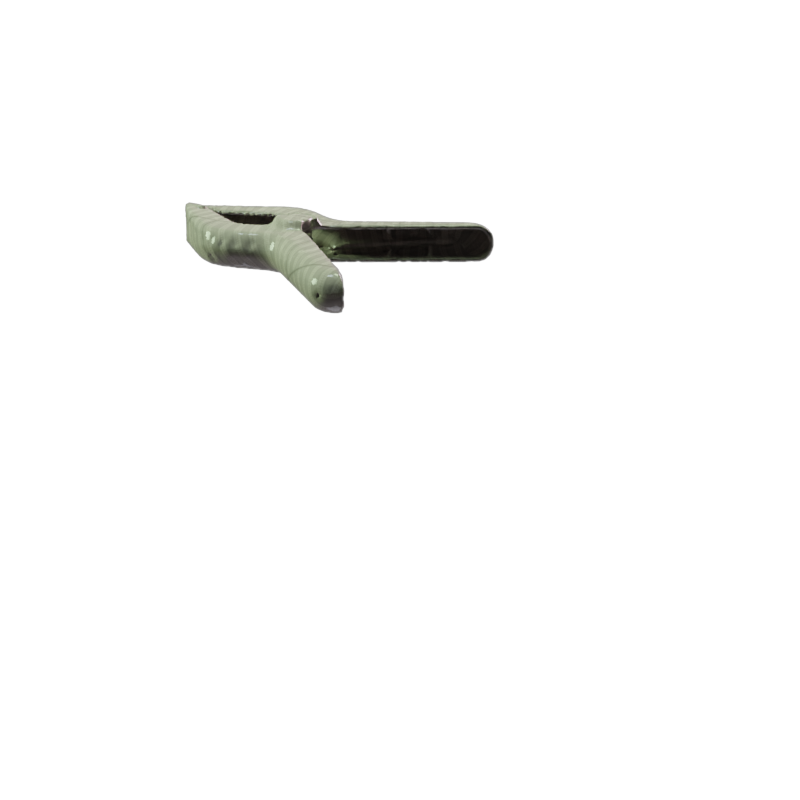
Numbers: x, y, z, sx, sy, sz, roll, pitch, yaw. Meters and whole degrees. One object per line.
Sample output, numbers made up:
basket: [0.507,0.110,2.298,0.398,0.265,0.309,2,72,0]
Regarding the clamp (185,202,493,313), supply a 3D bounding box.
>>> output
clamp: [-0.057,-0.103,0.724,0.161,0.035,0.222,-18,27,-41]
